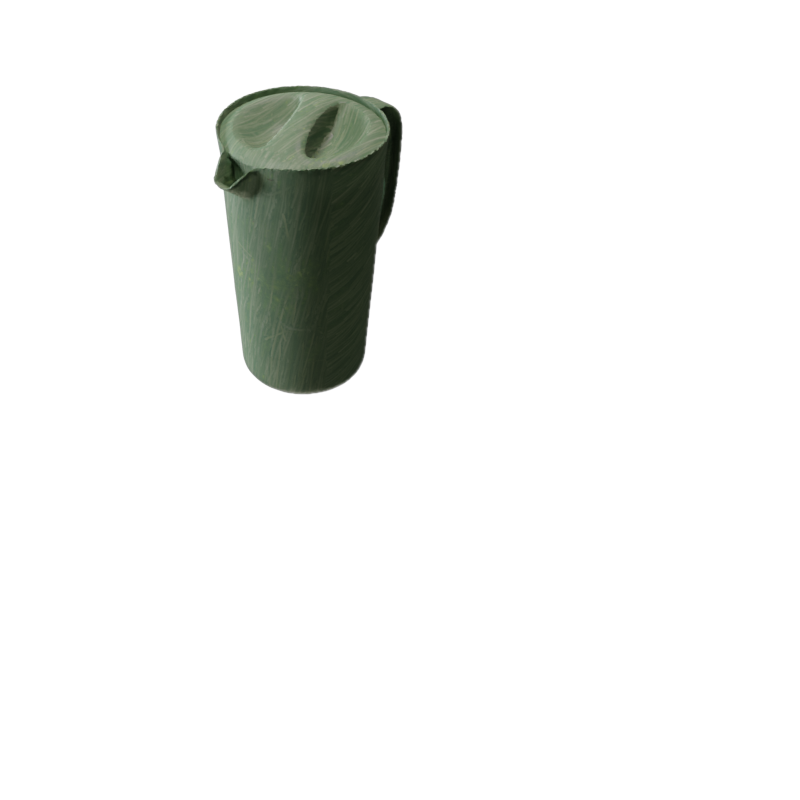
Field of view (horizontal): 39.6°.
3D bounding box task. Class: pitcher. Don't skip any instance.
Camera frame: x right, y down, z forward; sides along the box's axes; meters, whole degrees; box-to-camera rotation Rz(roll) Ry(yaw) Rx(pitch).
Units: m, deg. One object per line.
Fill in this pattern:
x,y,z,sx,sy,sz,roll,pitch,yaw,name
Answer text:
-0.072,-0.131,0.917,0.149,0.227,0.155,0,39,-3,pitcher
